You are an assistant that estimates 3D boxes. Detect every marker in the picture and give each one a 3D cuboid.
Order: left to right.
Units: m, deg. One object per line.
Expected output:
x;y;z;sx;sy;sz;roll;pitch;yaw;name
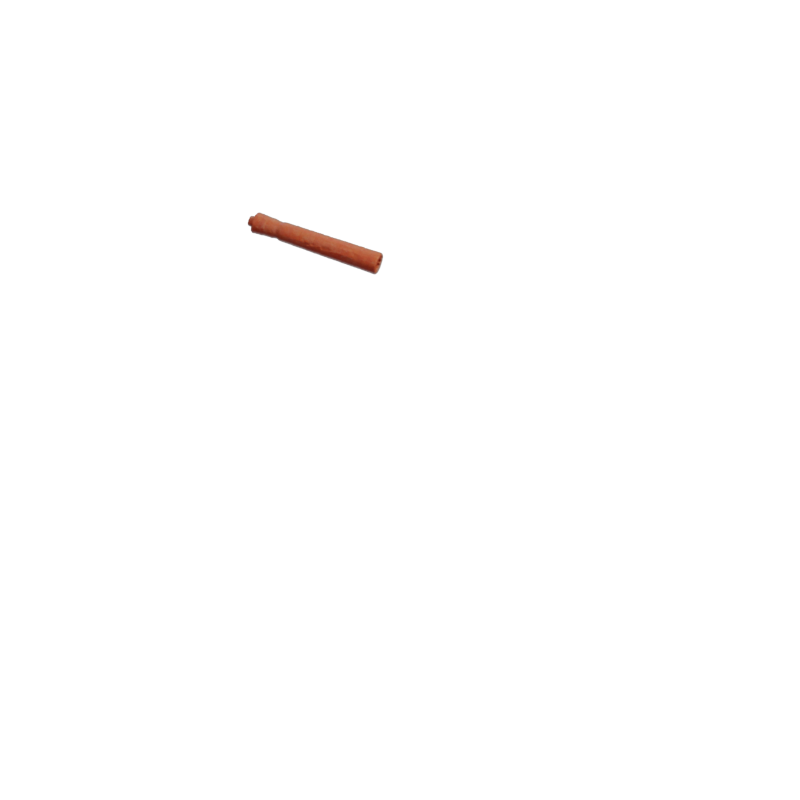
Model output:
-0.074;-0.134;0.940;0.125;0.019;0.019;21;9;16;marker
